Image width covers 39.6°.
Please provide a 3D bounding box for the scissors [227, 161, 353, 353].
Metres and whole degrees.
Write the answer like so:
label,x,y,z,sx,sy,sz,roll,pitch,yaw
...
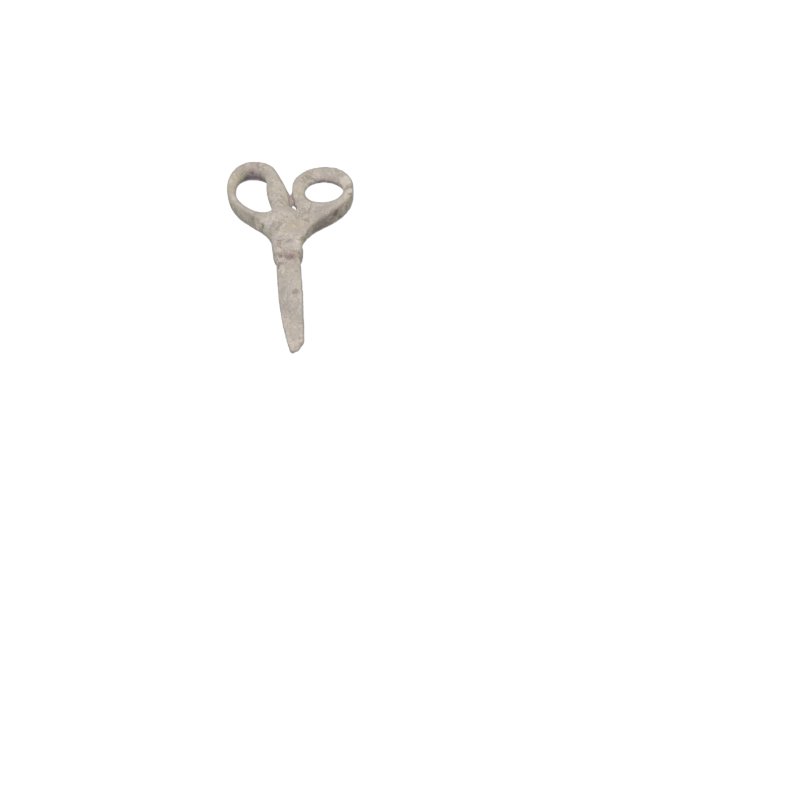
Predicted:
label,x,y,z,sx,sy,sz,roll,pitch,yaw
scissors,-0.056,-0.103,0.719,0.095,0.015,0.219,-14,42,-16
